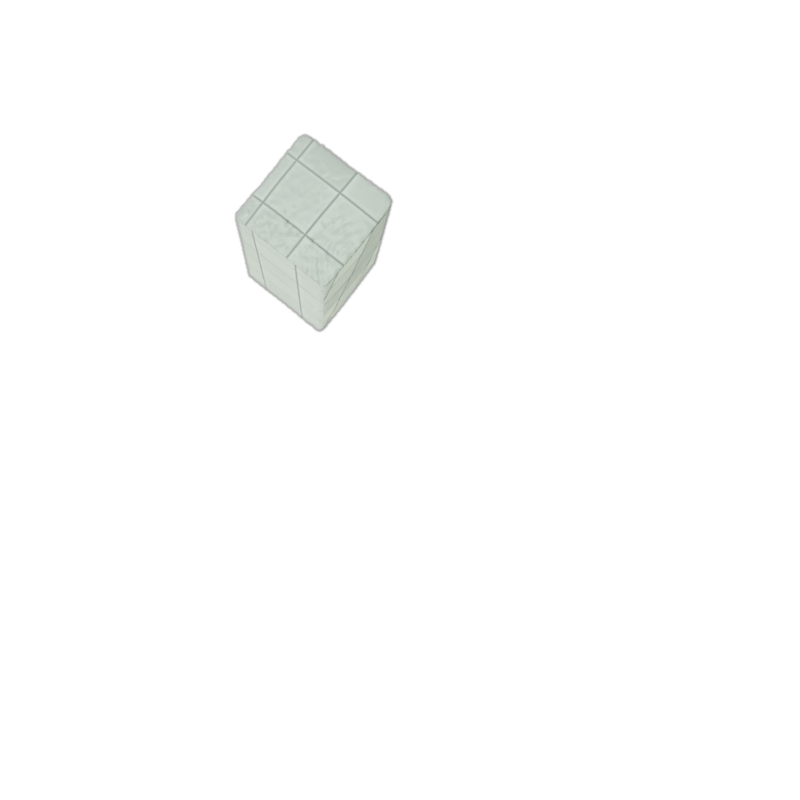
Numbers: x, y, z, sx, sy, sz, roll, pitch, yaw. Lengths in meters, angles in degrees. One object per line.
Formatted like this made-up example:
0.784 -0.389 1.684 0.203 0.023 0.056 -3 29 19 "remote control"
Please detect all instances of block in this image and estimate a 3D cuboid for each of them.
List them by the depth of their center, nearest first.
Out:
-0.073 -0.135 0.945 0.092 0.091 0.201 38 -8 2 "block"
